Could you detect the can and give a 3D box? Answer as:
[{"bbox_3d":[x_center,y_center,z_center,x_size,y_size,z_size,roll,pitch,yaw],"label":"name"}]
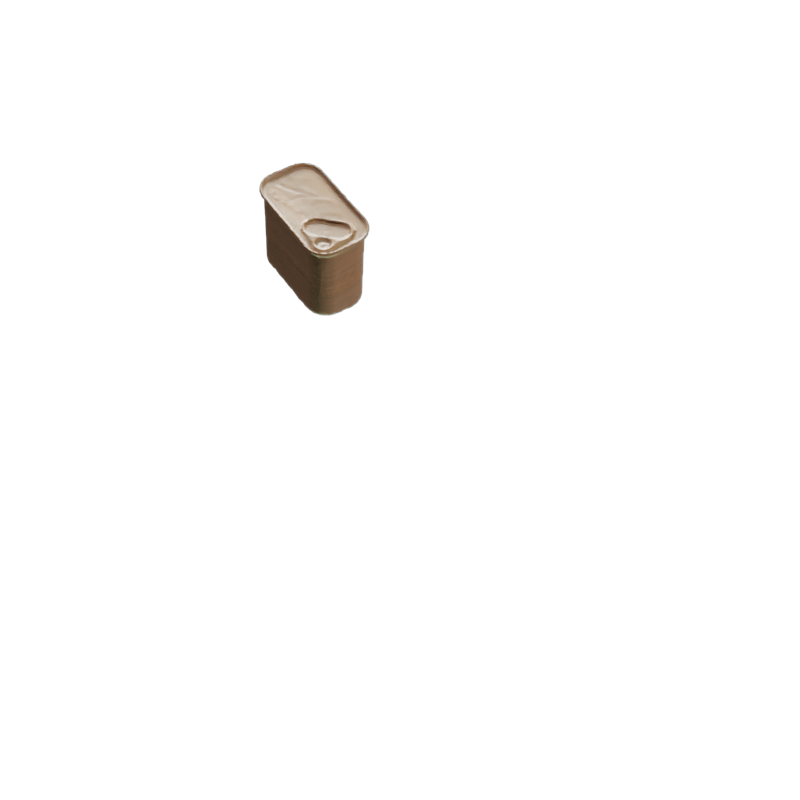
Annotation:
[{"bbox_3d":[-0.072,-0.131,0.915,0.057,0.110,0.078,-26,-34,-21],"label":"can"}]
